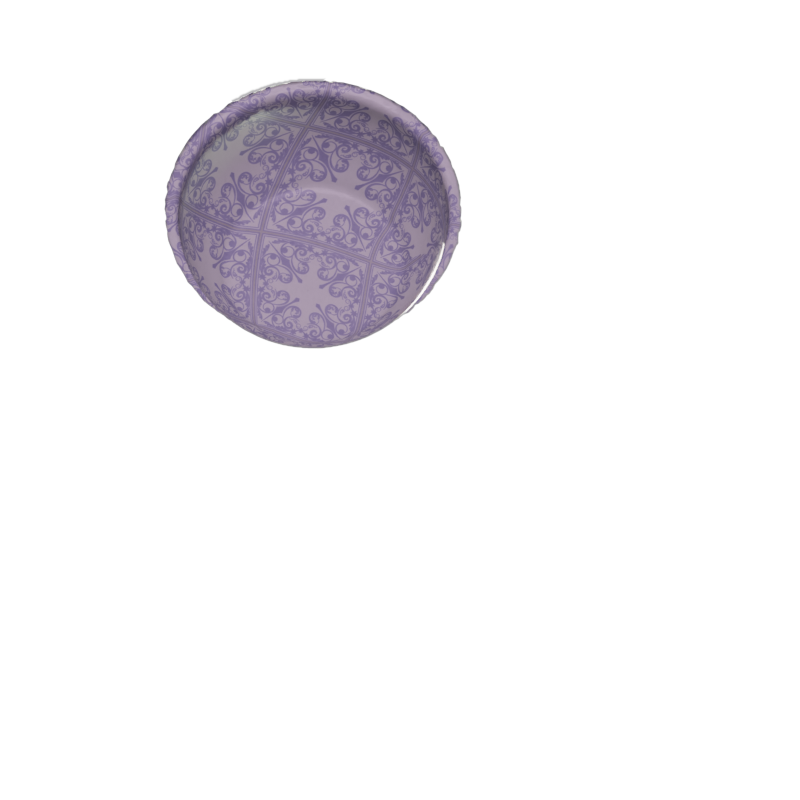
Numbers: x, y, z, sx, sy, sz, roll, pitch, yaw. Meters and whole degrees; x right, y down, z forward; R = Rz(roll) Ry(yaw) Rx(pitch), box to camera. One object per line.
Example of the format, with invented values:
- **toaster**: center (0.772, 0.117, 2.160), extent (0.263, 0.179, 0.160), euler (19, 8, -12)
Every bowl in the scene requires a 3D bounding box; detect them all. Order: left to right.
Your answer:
- **bowl**: center (-0.046, -0.083, 0.582), extent (0.162, 0.152, 0.059), euler (1, 31, -1)
